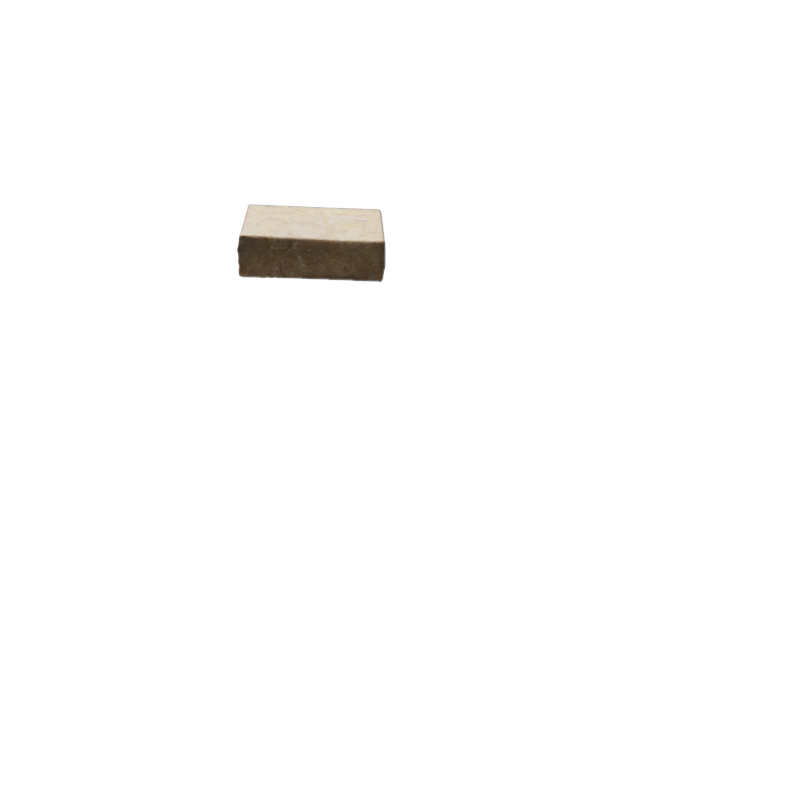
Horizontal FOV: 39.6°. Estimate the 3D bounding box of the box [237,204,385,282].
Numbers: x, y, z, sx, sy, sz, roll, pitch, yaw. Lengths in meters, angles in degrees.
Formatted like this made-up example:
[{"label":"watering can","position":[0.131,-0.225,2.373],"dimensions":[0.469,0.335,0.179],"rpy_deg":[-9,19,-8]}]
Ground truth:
[{"label":"box","position":[-0.068,-0.125,0.875],"dimensions":[0.113,0.037,0.094],"rpy_deg":[0,22,-1]}]
